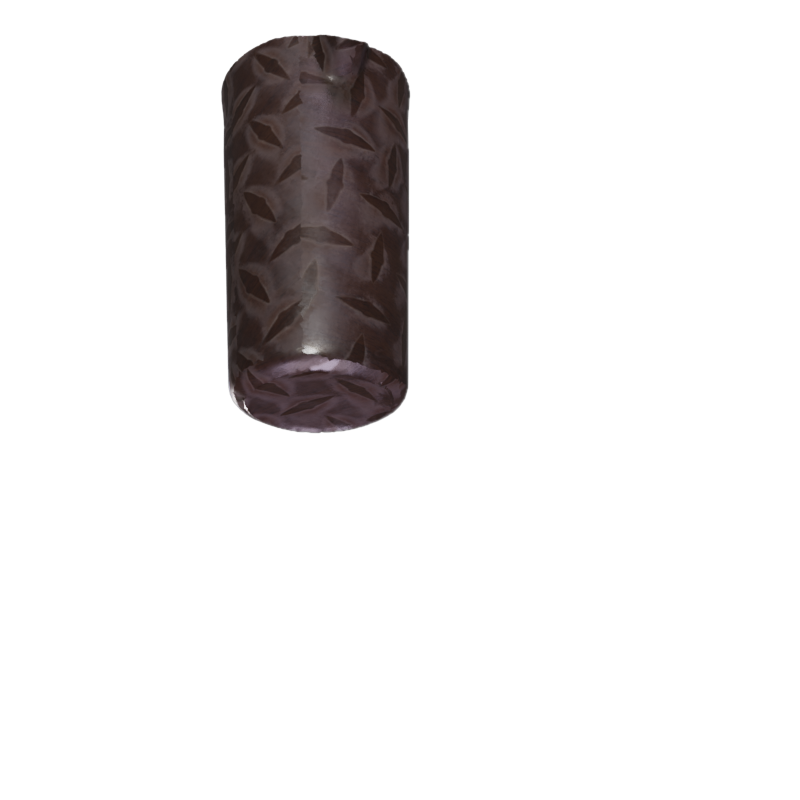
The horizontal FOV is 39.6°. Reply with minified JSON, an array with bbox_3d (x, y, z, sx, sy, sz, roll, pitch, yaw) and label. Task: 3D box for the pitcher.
[{"bbox_3d":[-0.057,-0.104,0.731,0.147,0.259,0.138,-15,-32,22],"label":"pitcher"}]
